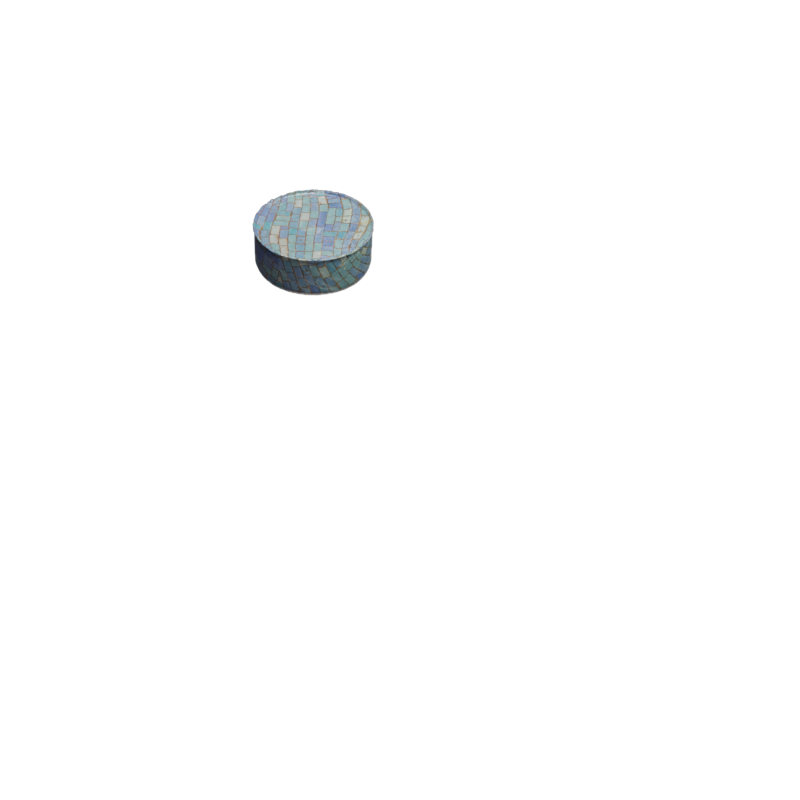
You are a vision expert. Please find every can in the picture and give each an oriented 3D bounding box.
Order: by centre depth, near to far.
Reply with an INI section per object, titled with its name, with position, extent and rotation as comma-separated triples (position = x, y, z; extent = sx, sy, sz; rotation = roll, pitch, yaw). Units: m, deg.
[can]
position = -0.062, -0.113, 0.793
extent = 0.086, 0.031, 0.092
rotation = -1, 41, -2
